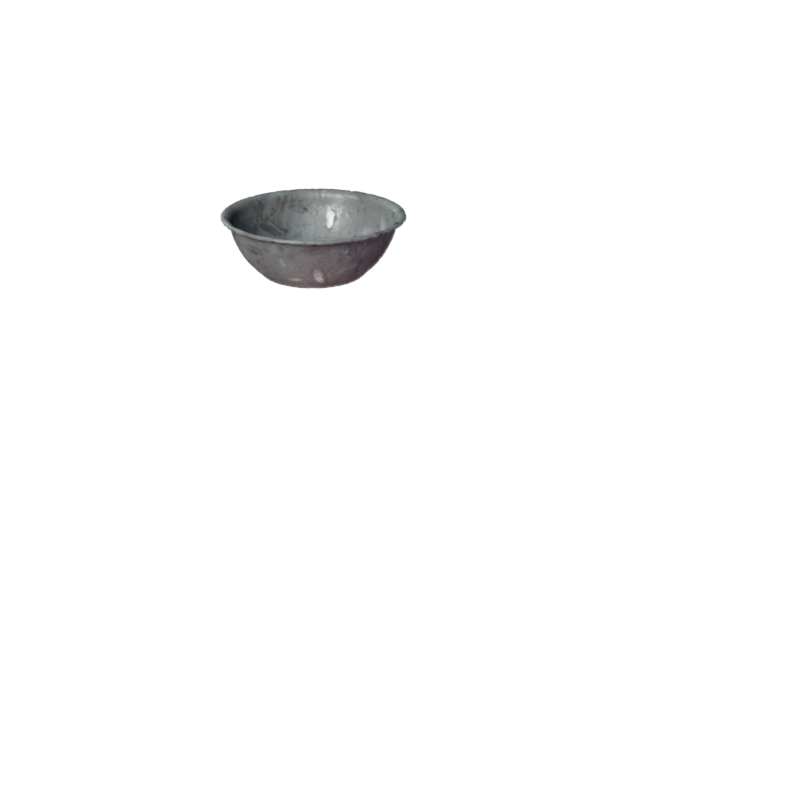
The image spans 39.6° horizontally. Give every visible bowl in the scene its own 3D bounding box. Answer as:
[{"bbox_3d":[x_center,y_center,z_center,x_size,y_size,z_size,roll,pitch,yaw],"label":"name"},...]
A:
[{"bbox_3d":[-0.076,-0.139,0.971,0.162,0.052,0.170,-1,25,-2],"label":"bowl"}]
